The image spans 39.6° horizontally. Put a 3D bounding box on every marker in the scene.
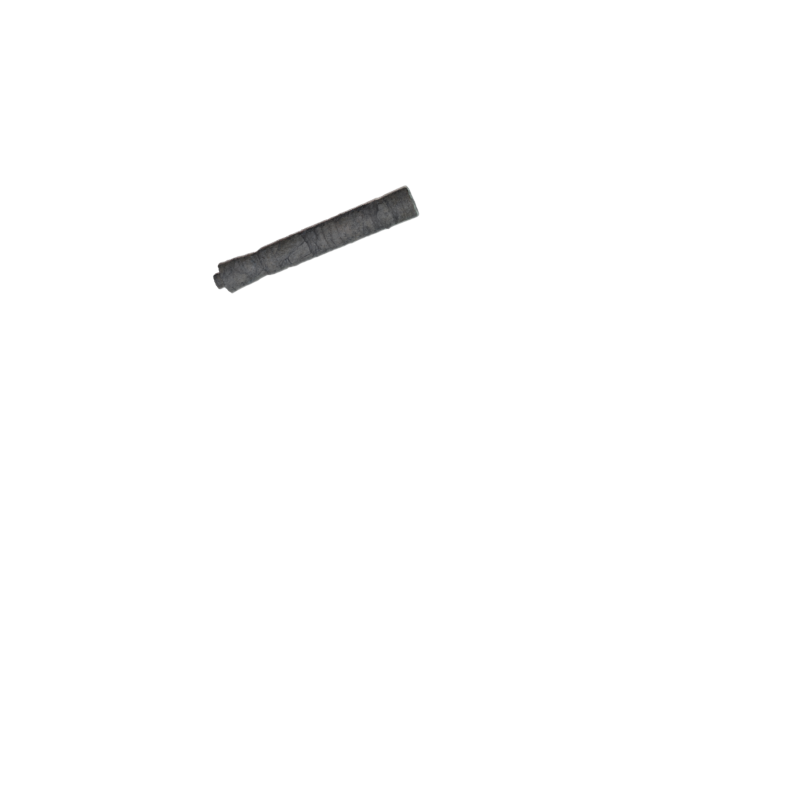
[{"bbox_3d":[-0.049,-0.089,0.621,0.121,0.020,0.020,-21,1,9],"label":"marker"}]
